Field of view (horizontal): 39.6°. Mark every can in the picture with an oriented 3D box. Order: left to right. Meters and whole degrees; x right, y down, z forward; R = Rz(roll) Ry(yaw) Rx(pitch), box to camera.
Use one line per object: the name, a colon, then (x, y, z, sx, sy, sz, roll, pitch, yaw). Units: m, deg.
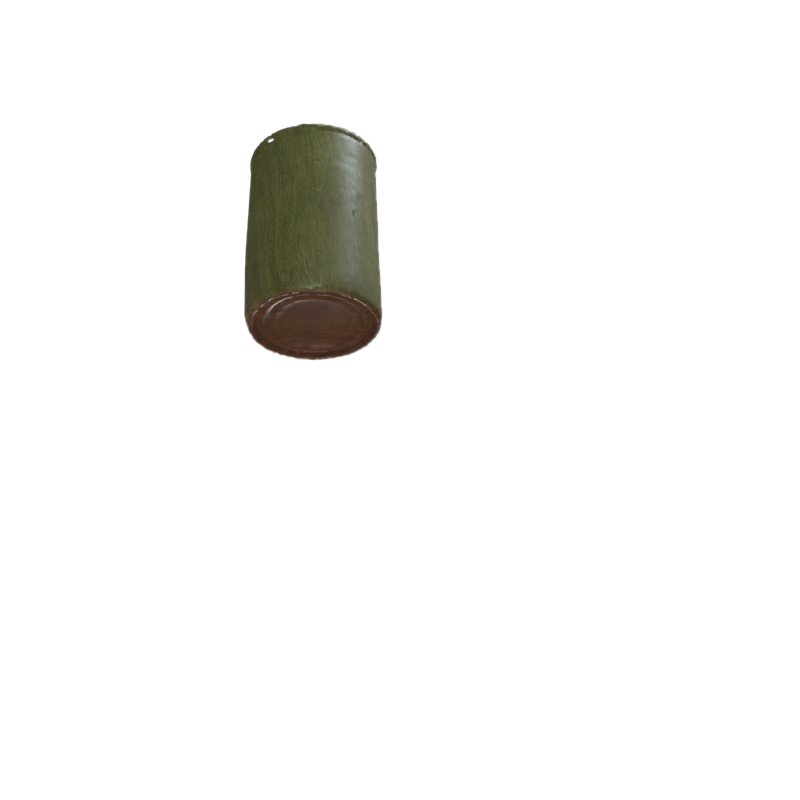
can: (-0.044, -0.081, 0.564, 0.068, 0.109, 0.064, -1, -33, -2)
